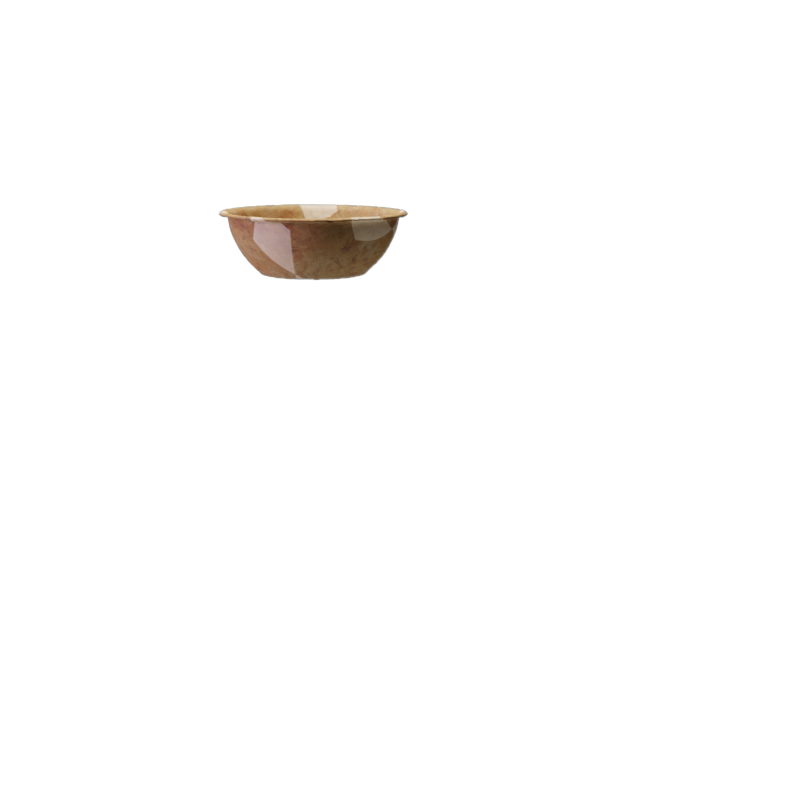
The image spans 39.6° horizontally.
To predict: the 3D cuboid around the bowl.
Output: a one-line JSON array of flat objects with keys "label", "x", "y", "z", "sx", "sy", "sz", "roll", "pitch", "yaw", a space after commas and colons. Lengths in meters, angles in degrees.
[{"label": "bowl", "x": -0.075, "y": -0.136, "z": 0.953, "sx": 0.162, "sy": 0.054, "sz": 0.166, "roll": 0, "pitch": 13, "yaw": -2}]
